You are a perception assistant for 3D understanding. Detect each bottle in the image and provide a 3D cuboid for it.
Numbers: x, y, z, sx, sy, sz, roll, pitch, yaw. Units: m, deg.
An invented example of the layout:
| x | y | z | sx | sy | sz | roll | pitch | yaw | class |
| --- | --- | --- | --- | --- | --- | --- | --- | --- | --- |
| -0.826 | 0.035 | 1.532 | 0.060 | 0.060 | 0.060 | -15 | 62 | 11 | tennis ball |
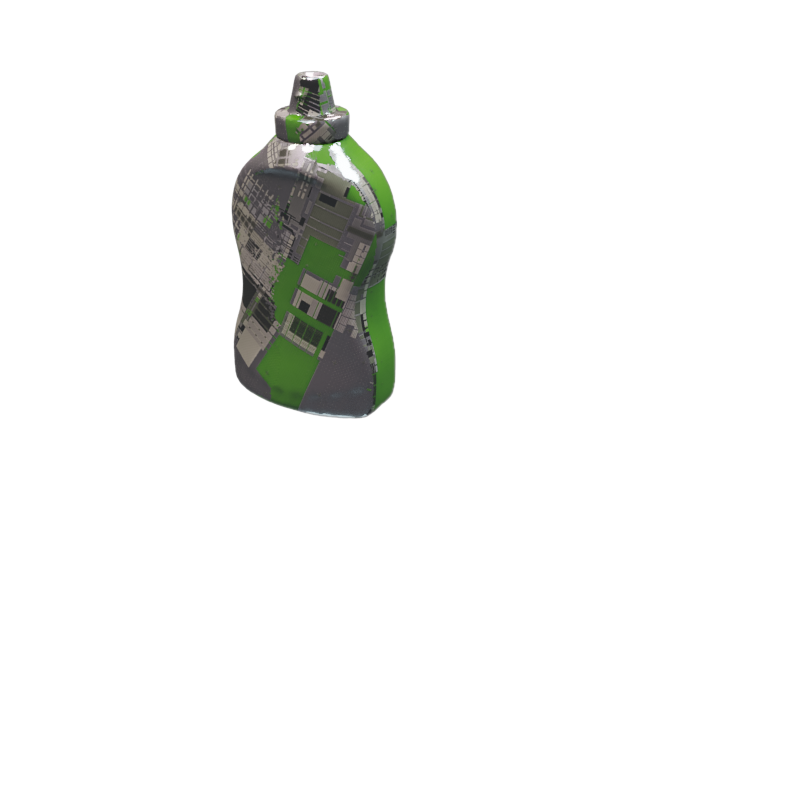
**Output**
| x | y | z | sx | sy | sz | roll | pitch | yaw | class |
| --- | --- | --- | --- | --- | --- | --- | --- | --- | --- |
| -0.049 | -0.089 | 0.625 | 0.101 | 0.183 | 0.058 | 14 | 25 | 28 | bottle |
